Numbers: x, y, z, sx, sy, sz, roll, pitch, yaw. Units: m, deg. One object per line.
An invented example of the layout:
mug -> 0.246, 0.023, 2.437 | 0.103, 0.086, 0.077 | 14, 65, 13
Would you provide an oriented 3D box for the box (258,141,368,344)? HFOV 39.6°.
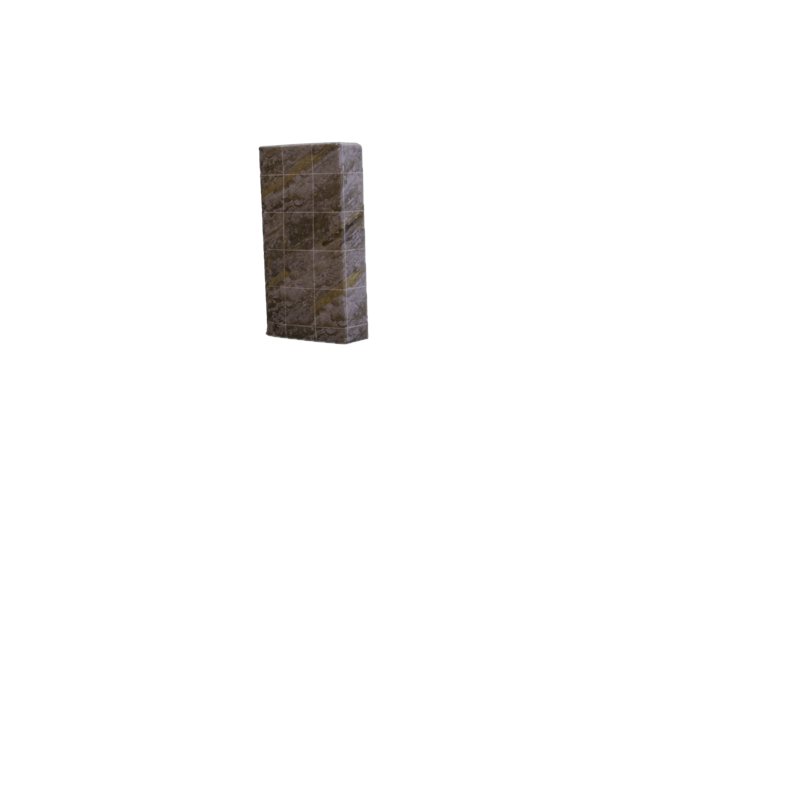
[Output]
box -> -0.078, -0.142, 0.996 | 0.097, 0.175, 0.046 | 3, 4, 36
